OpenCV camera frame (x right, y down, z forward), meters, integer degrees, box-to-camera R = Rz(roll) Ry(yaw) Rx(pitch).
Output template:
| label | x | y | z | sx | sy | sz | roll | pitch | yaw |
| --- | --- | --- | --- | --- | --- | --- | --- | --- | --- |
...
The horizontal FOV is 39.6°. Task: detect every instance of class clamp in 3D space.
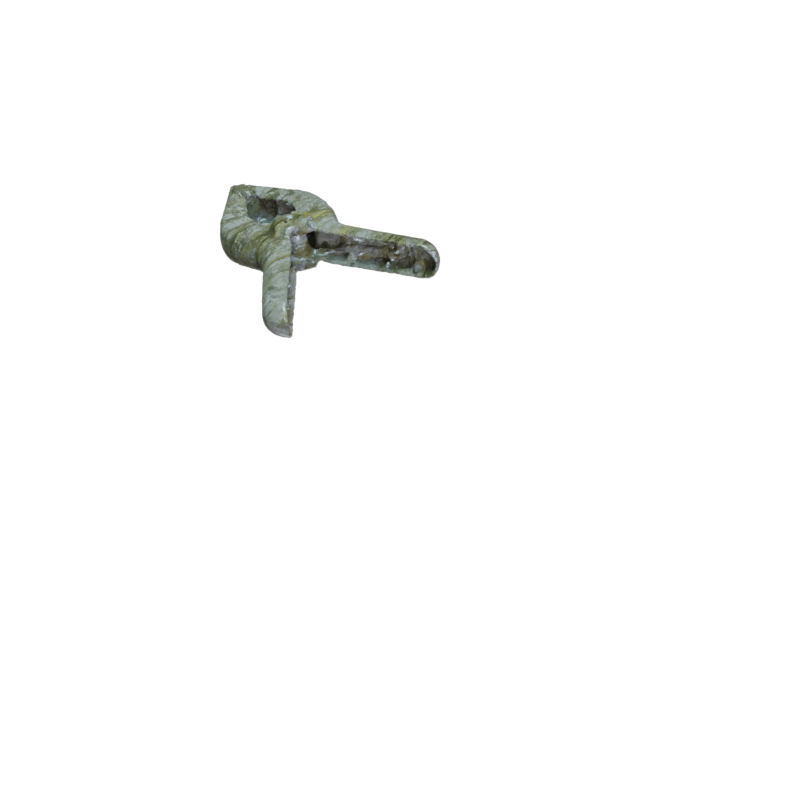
| label | x | y | z | sx | sy | sz | roll | pitch | yaw |
| --- | --- | --- | --- | --- | --- | --- | --- | --- | --- |
| clamp | -0.057 | -0.103 | 0.723 | 0.118 | 0.037 | 0.185 | -14 | 37 | -20 |
